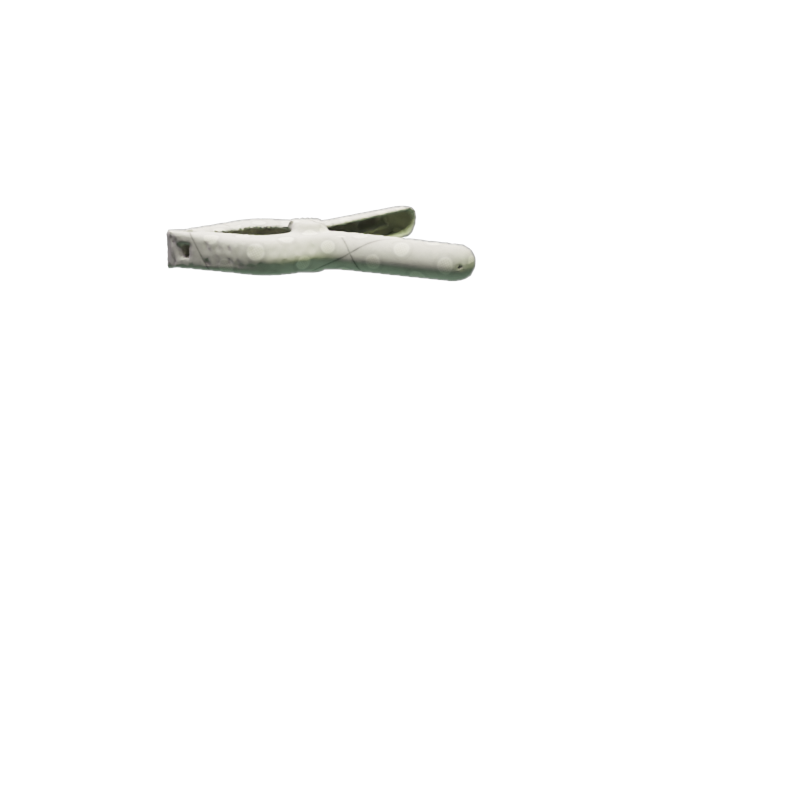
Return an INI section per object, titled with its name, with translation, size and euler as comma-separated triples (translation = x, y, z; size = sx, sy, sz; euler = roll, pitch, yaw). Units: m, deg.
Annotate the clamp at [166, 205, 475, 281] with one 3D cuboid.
[clamp]
translation = -0.064, -0.116, 0.812
size = 0.209, 0.035, 0.171
euler = -2, 19, -5
